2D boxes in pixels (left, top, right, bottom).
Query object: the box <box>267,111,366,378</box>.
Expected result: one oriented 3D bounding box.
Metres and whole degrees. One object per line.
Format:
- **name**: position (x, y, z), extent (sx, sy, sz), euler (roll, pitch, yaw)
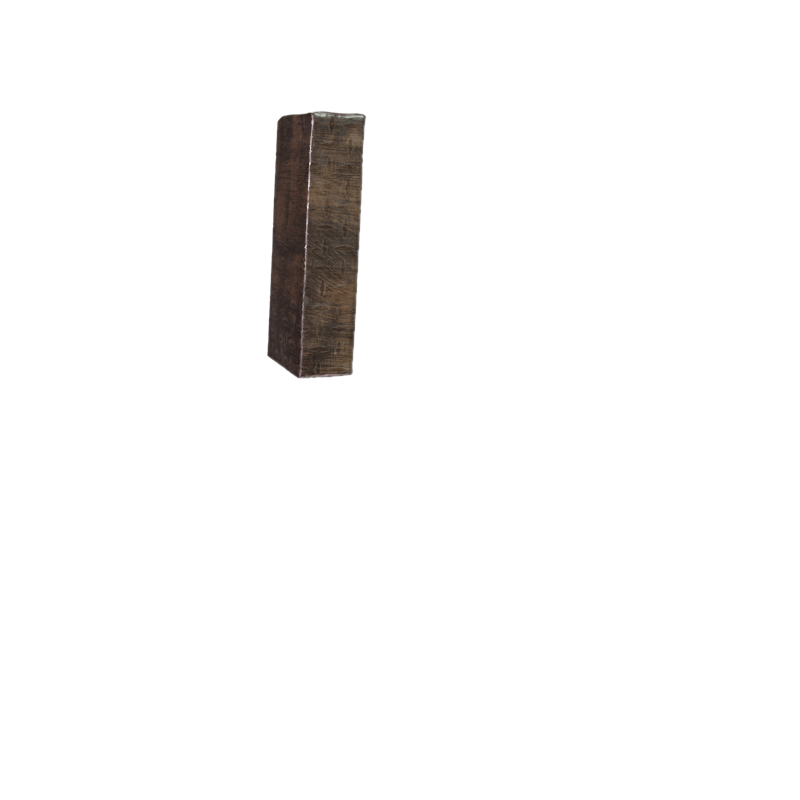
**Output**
- **box**: position (-0.061, -0.110, 0.769), extent (0.047, 0.175, 0.096), euler (-1, 5, -19)
